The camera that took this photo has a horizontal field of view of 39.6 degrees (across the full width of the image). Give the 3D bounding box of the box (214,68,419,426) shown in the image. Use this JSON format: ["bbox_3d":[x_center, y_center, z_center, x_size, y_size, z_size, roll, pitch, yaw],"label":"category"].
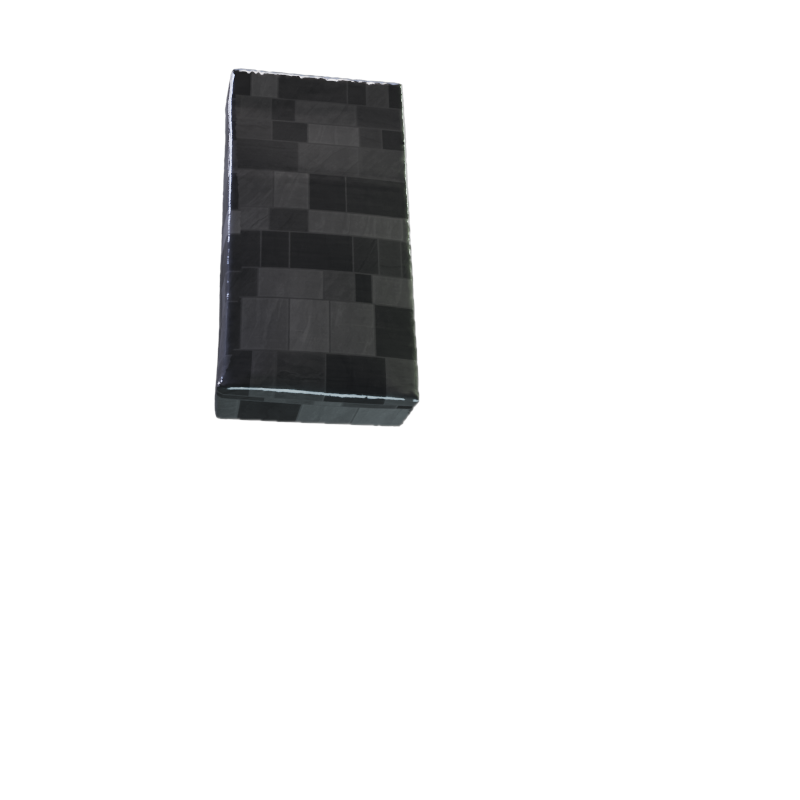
[{"bbox_3d":[-0.043,-0.079,0.552,0.092,0.187,0.046,3,-28,-9],"label":"box"}]
